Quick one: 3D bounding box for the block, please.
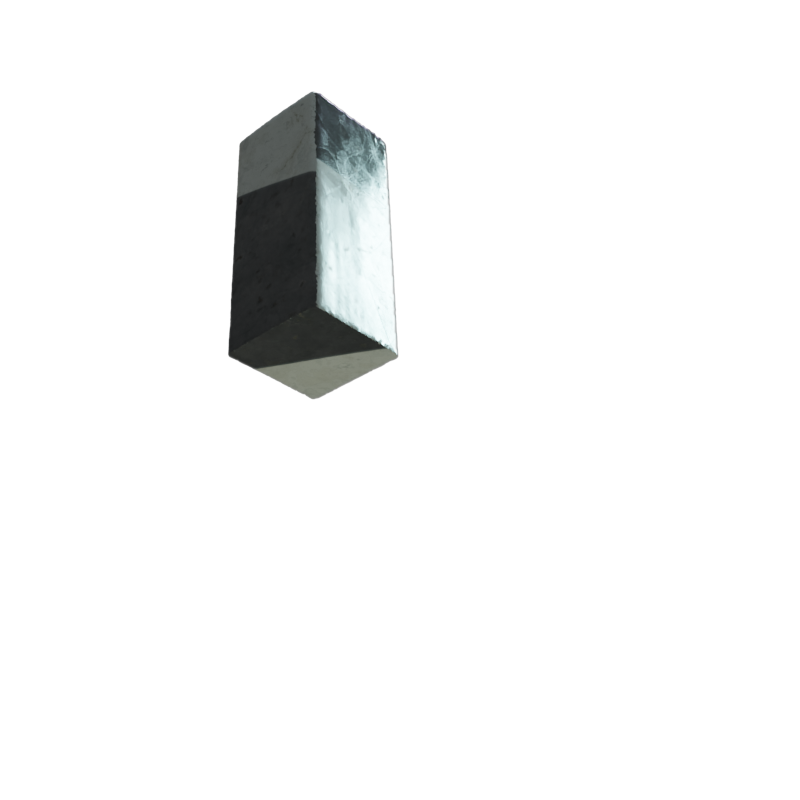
[{"bbox_3d":[-0.066,-0.122,0.849,0.090,0.221,0.085,-29,-43,32],"label":"block"}]
